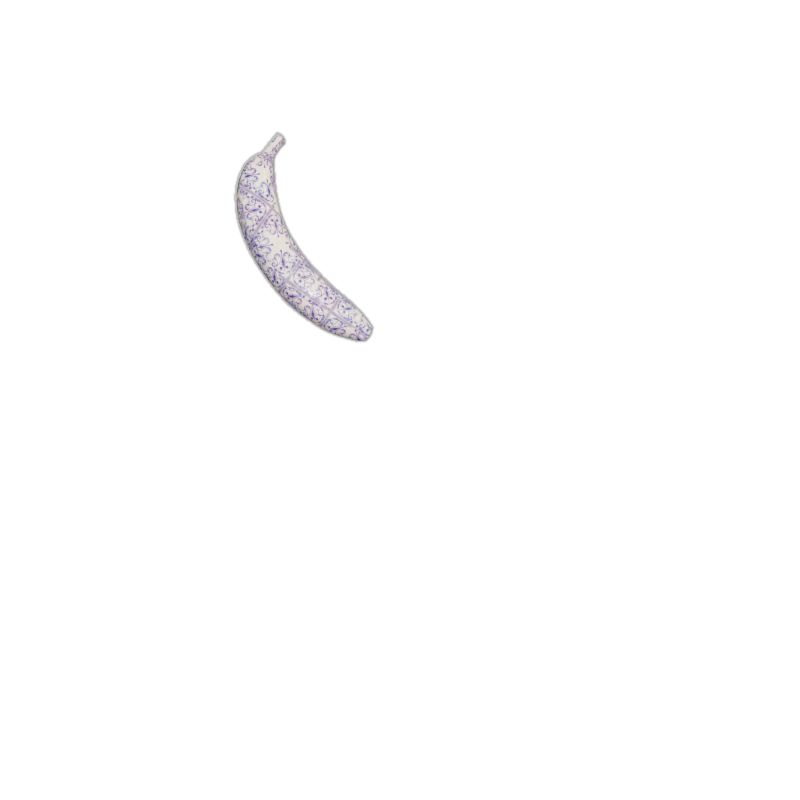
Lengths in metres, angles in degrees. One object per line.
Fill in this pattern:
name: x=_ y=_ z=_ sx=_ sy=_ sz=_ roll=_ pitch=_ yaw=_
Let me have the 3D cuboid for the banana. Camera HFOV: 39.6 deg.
banana: x=-0.093 y=-0.131 z=0.946 sx=0.069 sy=0.203 sz=0.036 roll=-24 pitch=-9 yaw=-4
